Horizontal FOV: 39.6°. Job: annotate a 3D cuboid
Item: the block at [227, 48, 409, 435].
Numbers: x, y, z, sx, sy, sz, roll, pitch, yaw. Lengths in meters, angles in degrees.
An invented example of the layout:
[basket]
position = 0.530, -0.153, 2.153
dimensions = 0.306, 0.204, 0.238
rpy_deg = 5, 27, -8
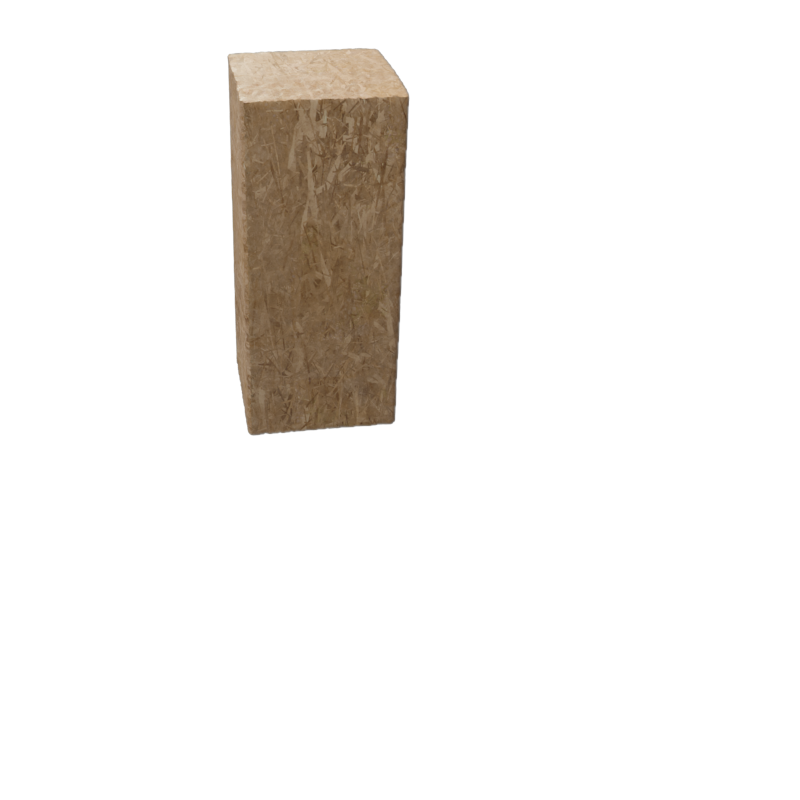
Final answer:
[block]
position = -0.051, -0.093, 0.650
dimensions = 0.090, 0.194, 0.097
rpy_deg = -4, 29, -10
